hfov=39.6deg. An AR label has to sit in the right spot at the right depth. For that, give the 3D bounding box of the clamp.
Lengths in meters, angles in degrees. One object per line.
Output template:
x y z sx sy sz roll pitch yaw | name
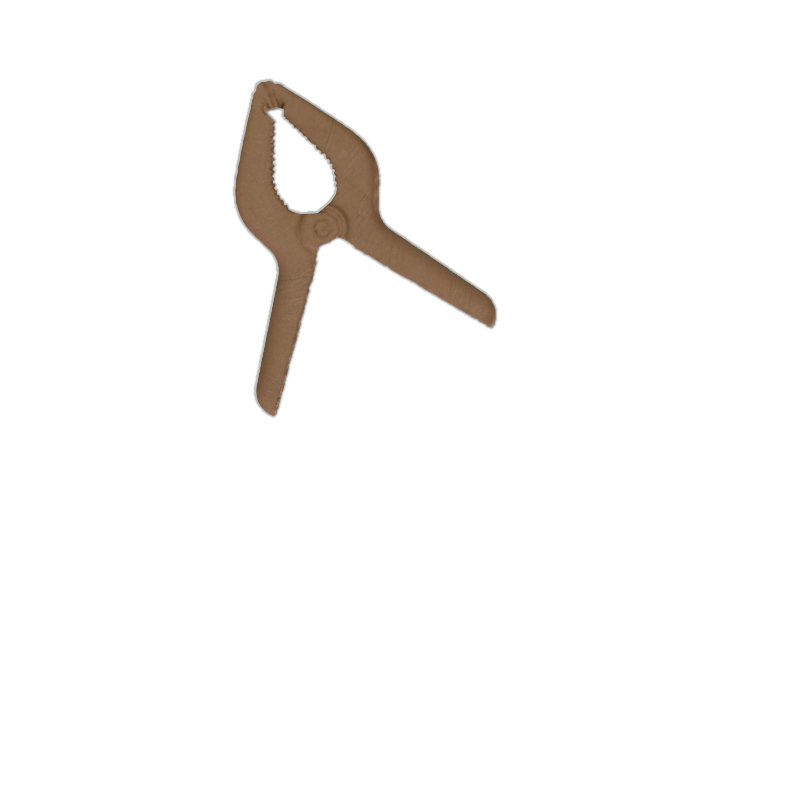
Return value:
-0.056 -0.102 0.716 0.164 0.209 0.036 -29 1 1 | clamp
